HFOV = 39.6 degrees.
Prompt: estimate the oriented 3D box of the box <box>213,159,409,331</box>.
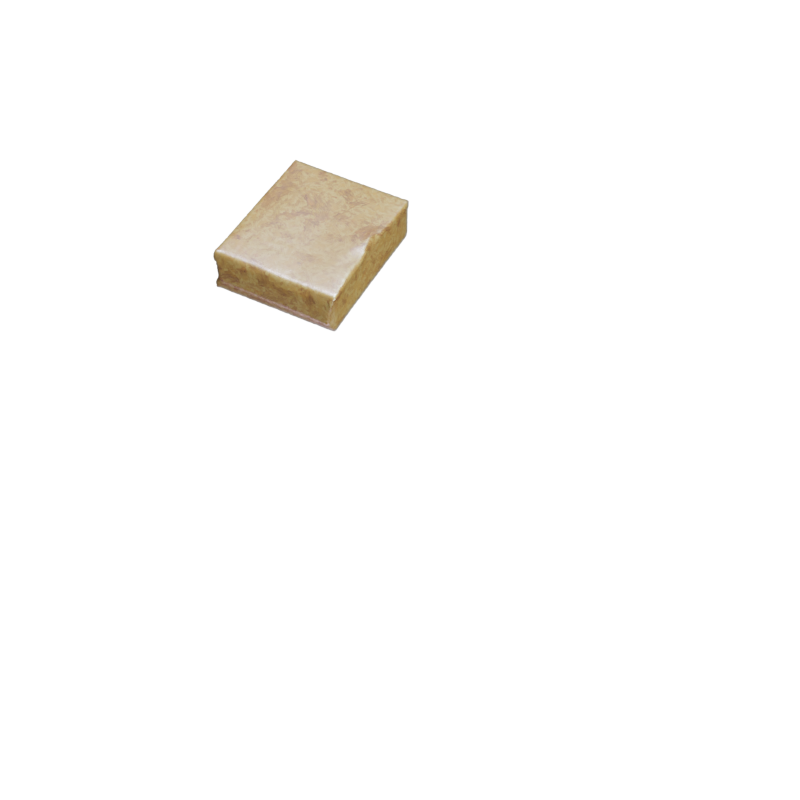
[{"bbox_3d":[-0.047,-0.085,0.599,0.076,0.028,0.092,21,50,18],"label":"box"}]
